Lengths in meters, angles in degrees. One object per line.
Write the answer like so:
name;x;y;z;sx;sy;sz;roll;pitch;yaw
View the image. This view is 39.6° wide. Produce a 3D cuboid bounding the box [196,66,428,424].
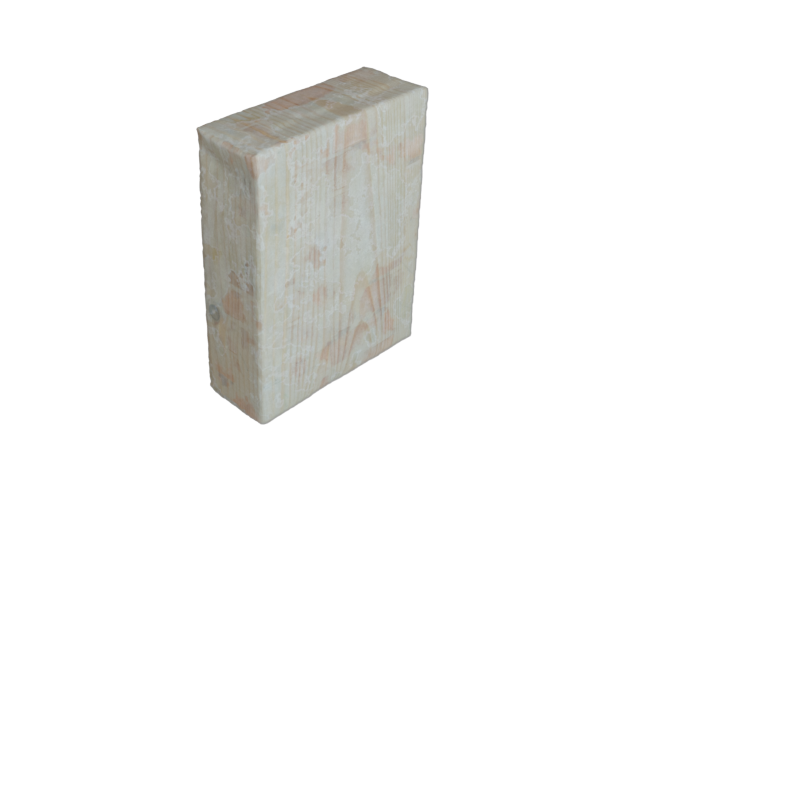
box;-0.062;-0.114;0.797;0.076;0.201;0.164;27;41;34
